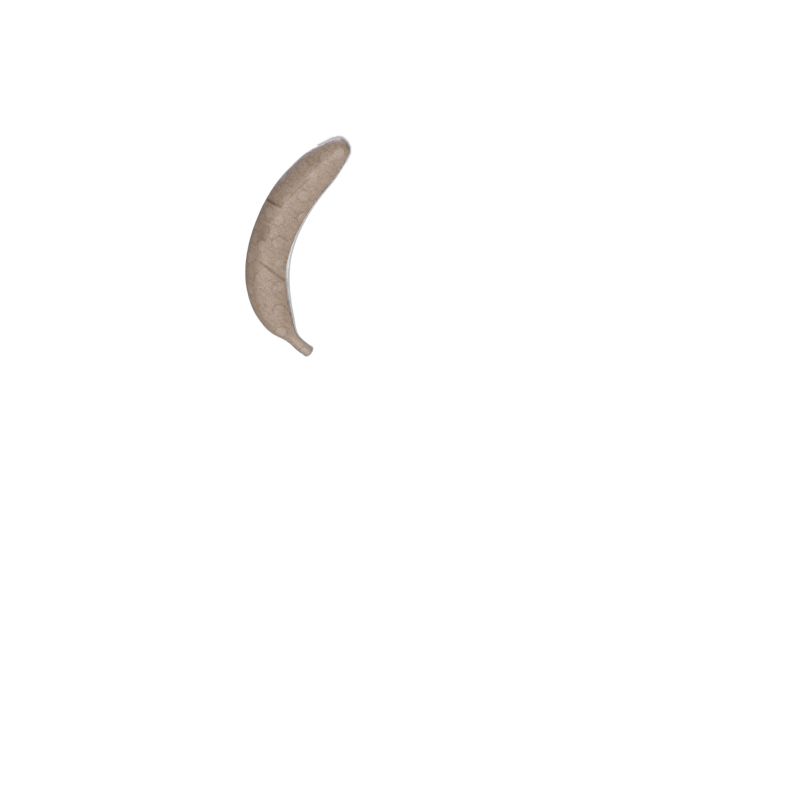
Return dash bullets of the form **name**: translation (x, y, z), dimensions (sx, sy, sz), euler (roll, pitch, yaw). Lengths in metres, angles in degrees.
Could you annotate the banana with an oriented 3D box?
- **banana**: translation (-0.091, -0.131, 0.923), dimensions (0.069, 0.188, 0.039), euler (10, 27, -6)
